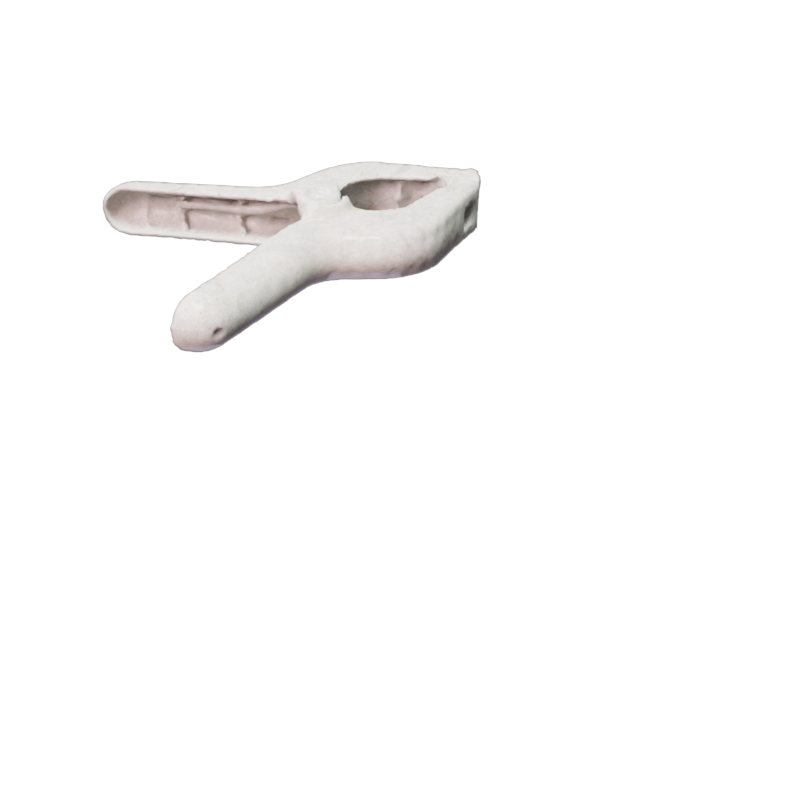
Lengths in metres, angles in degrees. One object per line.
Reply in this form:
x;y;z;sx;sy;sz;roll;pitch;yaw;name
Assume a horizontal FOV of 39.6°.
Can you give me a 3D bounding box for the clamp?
-0.038;-0.069;0.481;0.169;0.037;0.130;-11;42;-12;clamp
